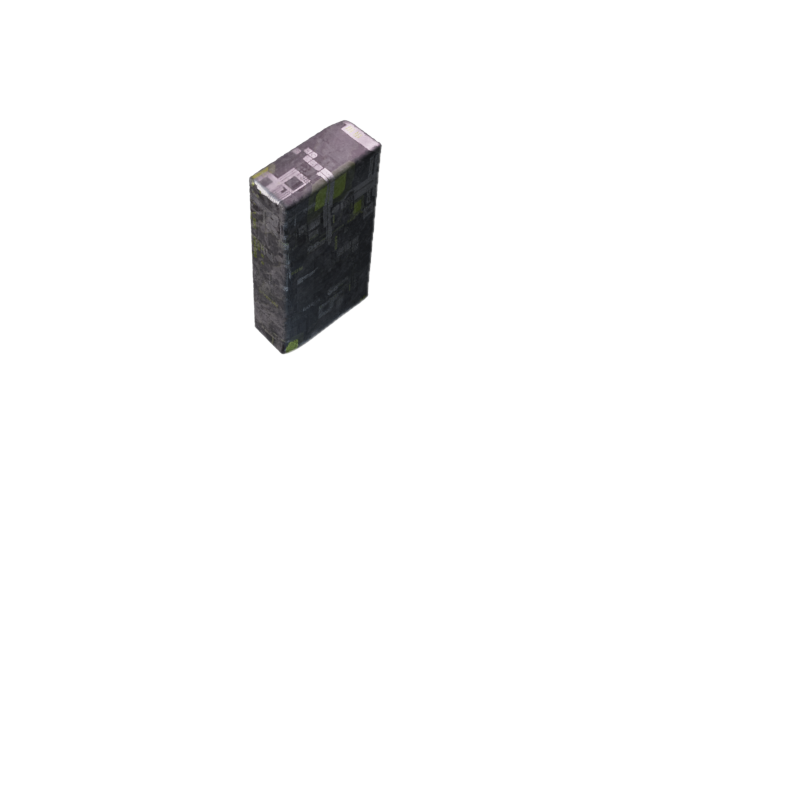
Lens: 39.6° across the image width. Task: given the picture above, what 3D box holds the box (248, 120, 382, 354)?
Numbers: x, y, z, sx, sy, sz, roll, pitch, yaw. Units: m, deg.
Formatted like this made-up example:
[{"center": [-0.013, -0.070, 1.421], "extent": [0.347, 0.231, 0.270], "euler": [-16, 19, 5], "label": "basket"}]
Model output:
[{"center": [-0.064, -0.117, 0.821], "extent": [0.051, 0.164, 0.094], "euler": [40, 60, 23], "label": "box"}]
